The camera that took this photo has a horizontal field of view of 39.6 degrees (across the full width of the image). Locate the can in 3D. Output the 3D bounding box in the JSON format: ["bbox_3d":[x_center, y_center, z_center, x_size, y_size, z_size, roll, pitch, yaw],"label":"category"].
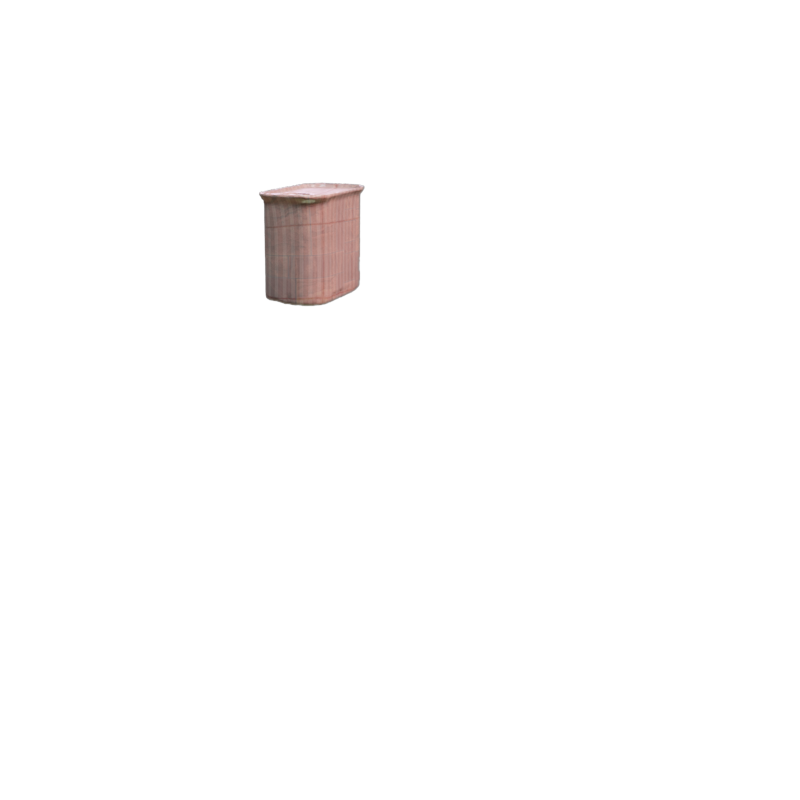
[{"bbox_3d":[-0.068,-0.123,0.863,0.059,0.082,0.101,4,13,20],"label":"can"}]
